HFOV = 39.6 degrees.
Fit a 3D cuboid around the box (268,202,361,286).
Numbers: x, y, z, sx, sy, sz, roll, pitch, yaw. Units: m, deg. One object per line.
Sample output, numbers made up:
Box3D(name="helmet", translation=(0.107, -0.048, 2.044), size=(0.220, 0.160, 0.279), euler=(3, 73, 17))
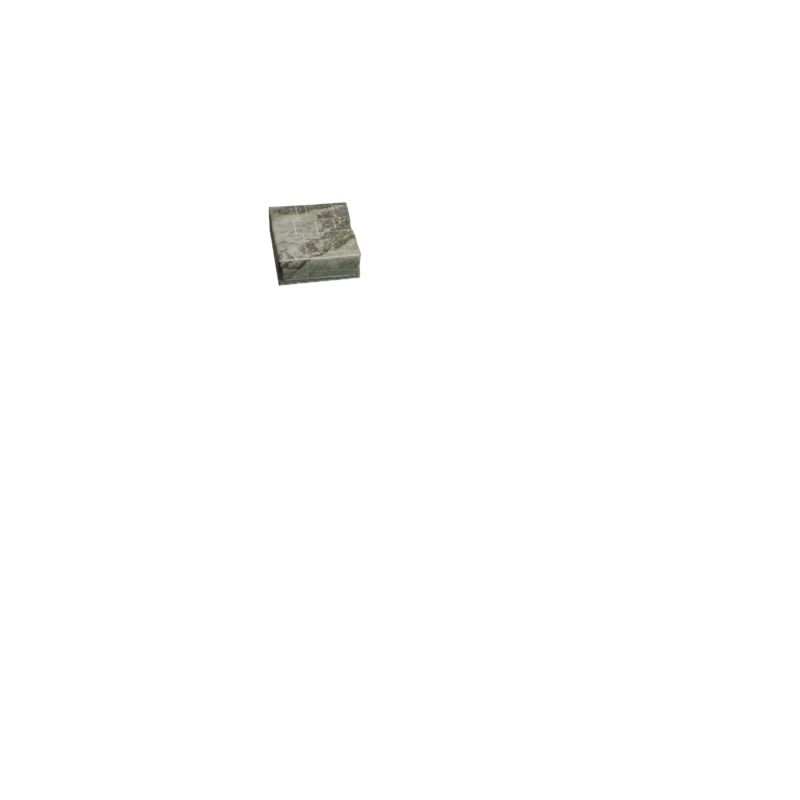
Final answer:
Box3D(name="box", translation=(-0.078, -0.142, 0.995), size=(0.072, 0.028, 0.096), euler=(-6, 40, -7))
